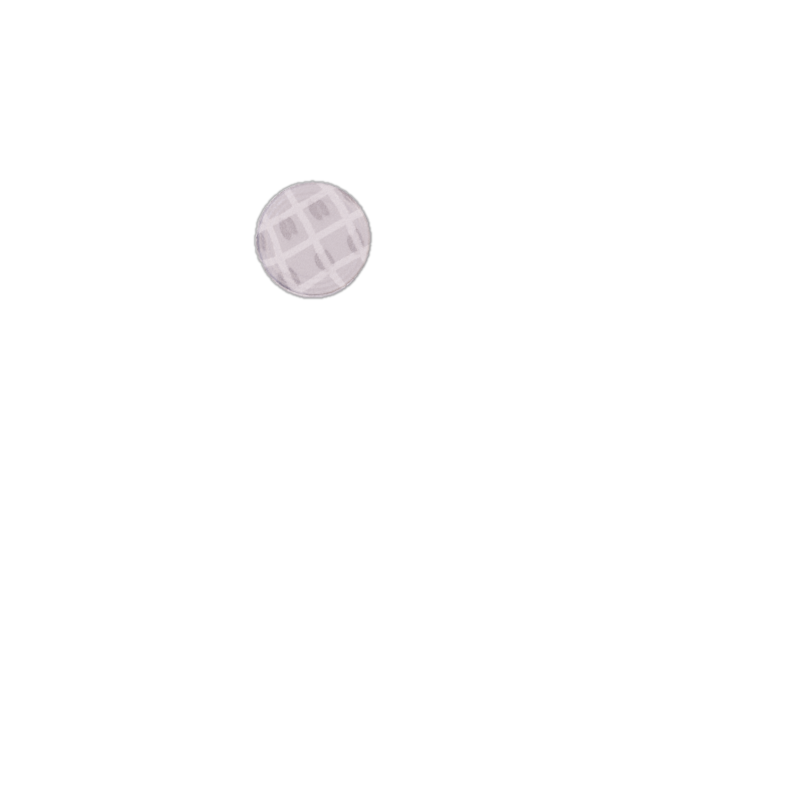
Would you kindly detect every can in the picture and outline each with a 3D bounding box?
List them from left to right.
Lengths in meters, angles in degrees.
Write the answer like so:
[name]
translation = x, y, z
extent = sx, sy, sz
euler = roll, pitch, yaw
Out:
[can]
translation = -0.065, -0.119, 0.835
extent = 0.086, 0.087, 0.033
euler = 0, -6, -1
